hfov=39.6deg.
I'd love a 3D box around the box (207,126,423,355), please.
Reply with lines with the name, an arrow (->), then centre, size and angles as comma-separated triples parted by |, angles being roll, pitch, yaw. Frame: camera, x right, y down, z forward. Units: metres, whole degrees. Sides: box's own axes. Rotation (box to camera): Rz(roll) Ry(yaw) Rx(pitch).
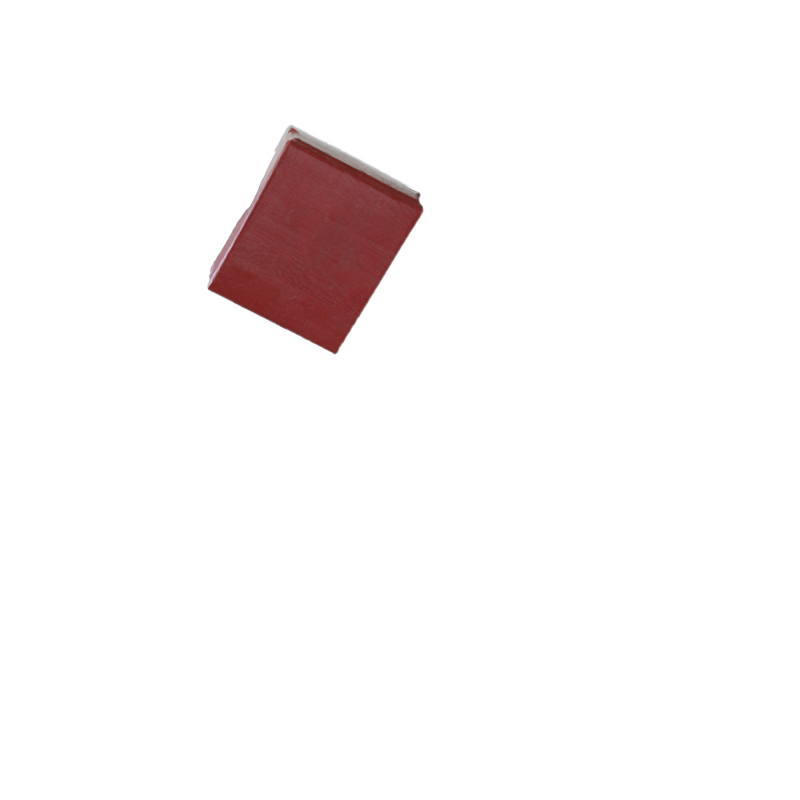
box -> -0.042, -0.077, 0.540 | 0.071, 0.087, 0.032 | 27, 21, -12
